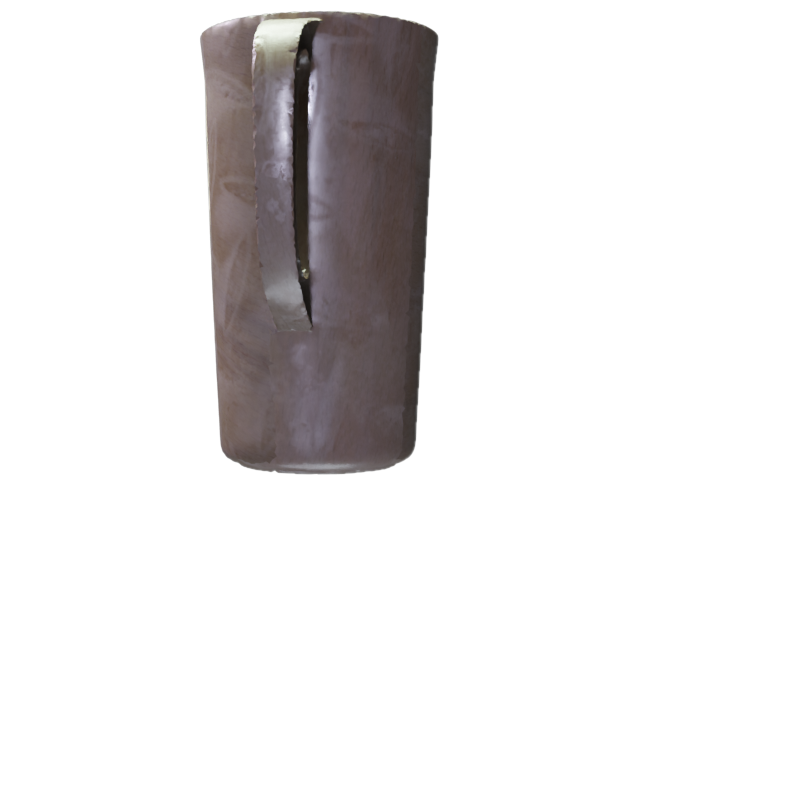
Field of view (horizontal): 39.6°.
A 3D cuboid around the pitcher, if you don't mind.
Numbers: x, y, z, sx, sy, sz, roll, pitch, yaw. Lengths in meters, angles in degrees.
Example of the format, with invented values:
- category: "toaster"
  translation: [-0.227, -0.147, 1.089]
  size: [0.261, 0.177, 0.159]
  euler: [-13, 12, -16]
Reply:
- category: "pitcher"
  translation: [-0.048, -0.087, 0.607]
  size: [0.143, 0.244, 0.150]
  euler: [1, -1, -37]
